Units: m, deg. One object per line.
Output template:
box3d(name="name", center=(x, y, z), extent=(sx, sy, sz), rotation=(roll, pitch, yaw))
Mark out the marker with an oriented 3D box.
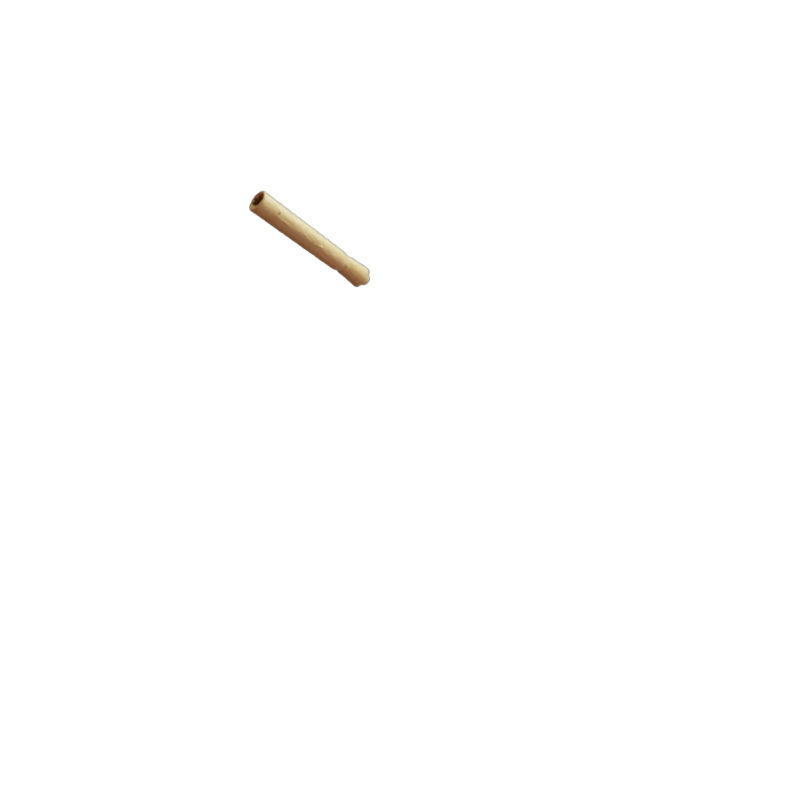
box3d(name="marker", center=(-0.069, -0.125, 0.878), extent=(0.114, 0.020, 0.020), rotation=(34, -15, -29))
